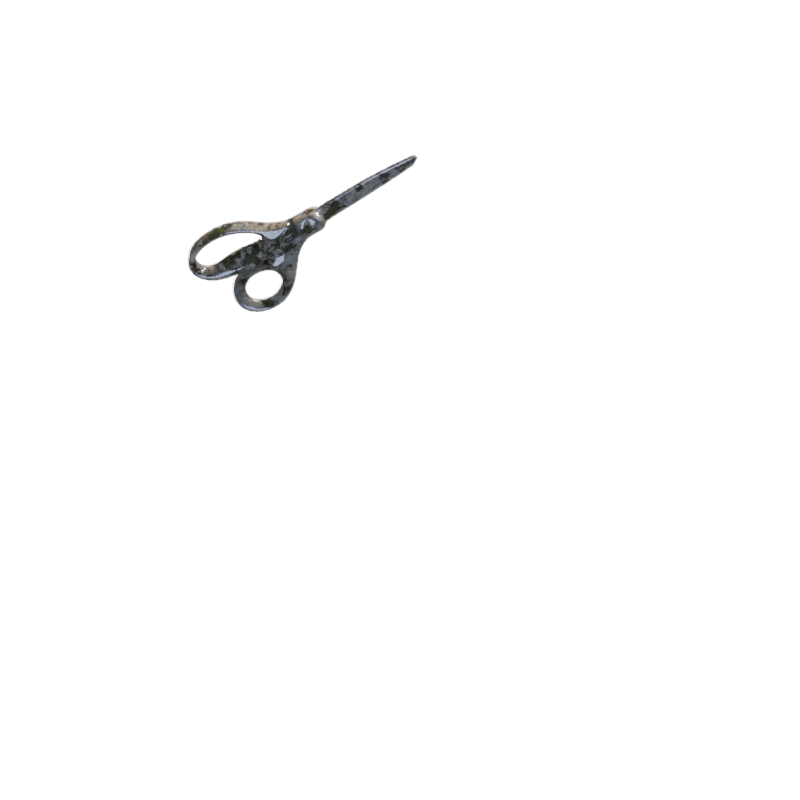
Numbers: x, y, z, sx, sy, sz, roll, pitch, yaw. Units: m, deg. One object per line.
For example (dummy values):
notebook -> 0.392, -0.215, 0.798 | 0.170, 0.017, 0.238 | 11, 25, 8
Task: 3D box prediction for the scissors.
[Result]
scissors -> -0.068, -0.125, 0.872 | 0.203, 0.089, 0.017 | -15, 39, 13
